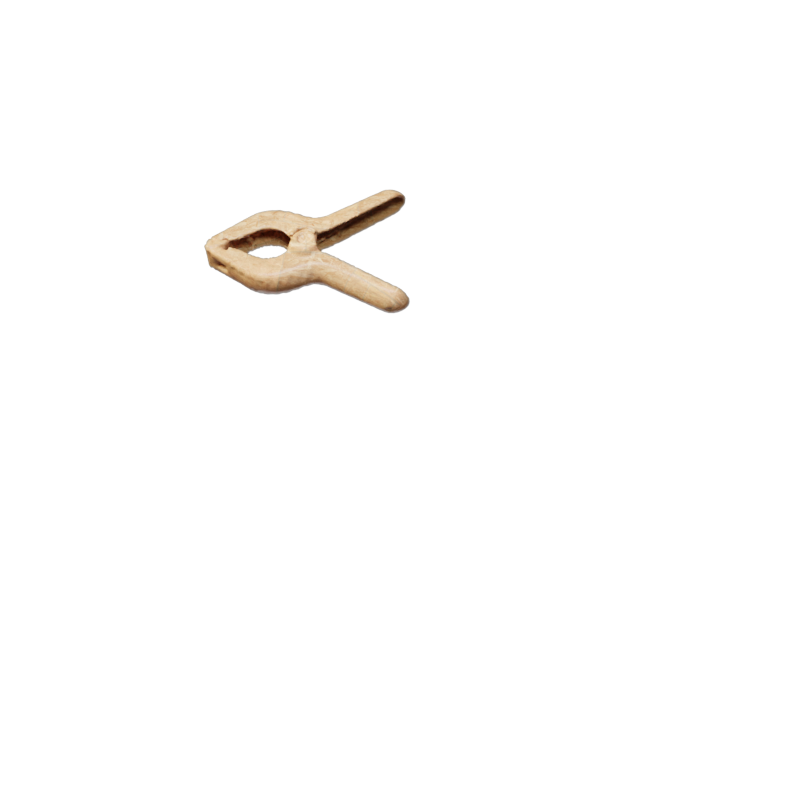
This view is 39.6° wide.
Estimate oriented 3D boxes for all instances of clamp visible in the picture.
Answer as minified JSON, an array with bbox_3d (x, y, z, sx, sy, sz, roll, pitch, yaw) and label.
[{"bbox_3d":[-0.072,-0.131,0.916,0.173,0.128,0.036,7,-40,6],"label":"clamp"}]
